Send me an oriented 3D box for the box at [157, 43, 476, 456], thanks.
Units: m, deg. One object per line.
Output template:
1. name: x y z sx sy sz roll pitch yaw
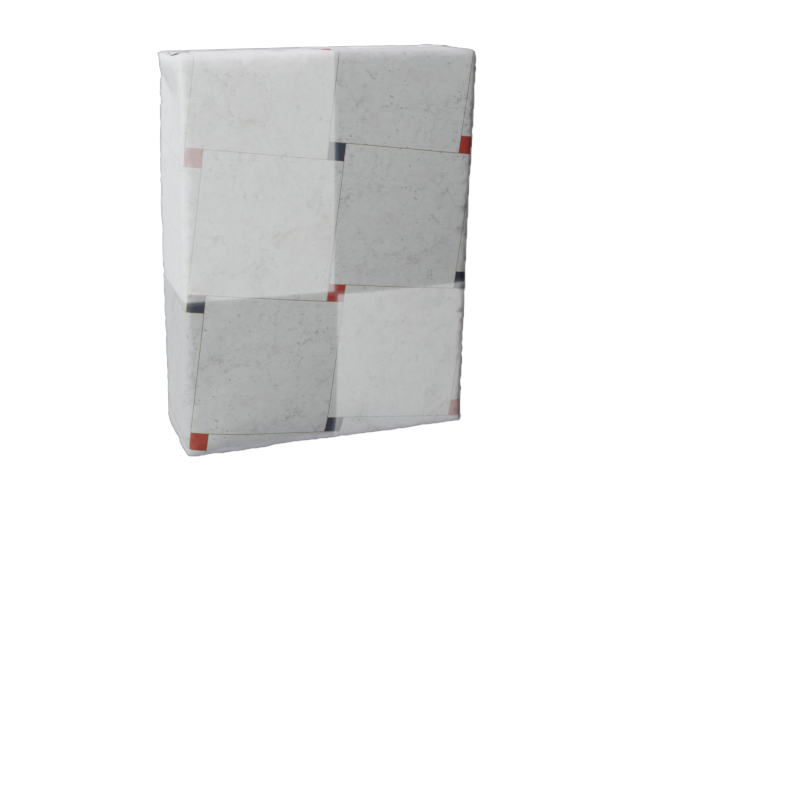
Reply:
1. box: -0.048 -0.088 0.618 0.161 0.207 0.076 -5 16 -20
